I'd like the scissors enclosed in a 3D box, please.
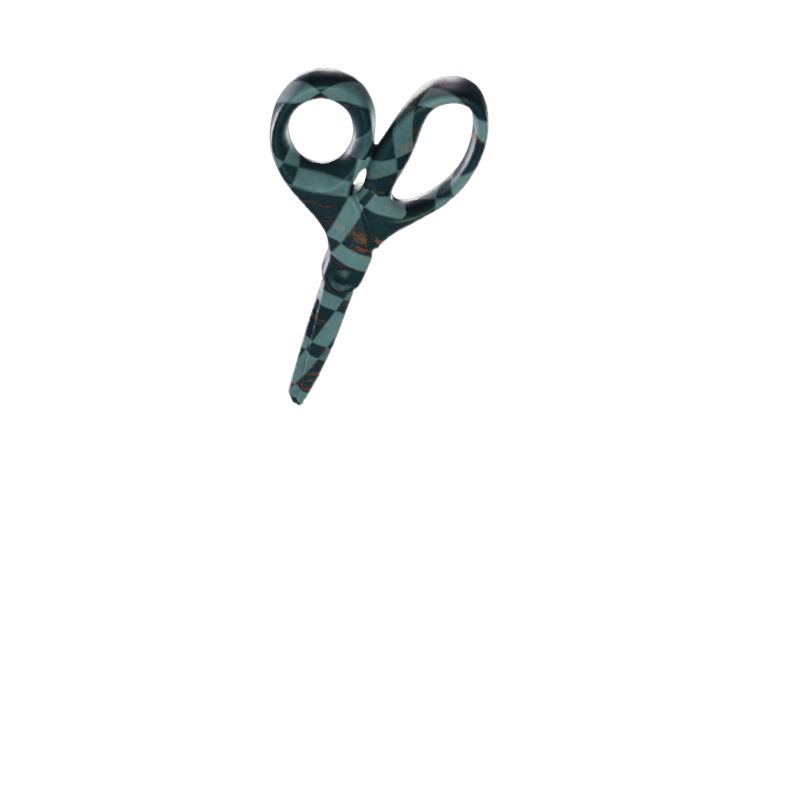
[{"bbox_3d":[-0.038,-0.070,0.488,0.092,0.017,0.196,24,-49,-22],"label":"scissors"}]
